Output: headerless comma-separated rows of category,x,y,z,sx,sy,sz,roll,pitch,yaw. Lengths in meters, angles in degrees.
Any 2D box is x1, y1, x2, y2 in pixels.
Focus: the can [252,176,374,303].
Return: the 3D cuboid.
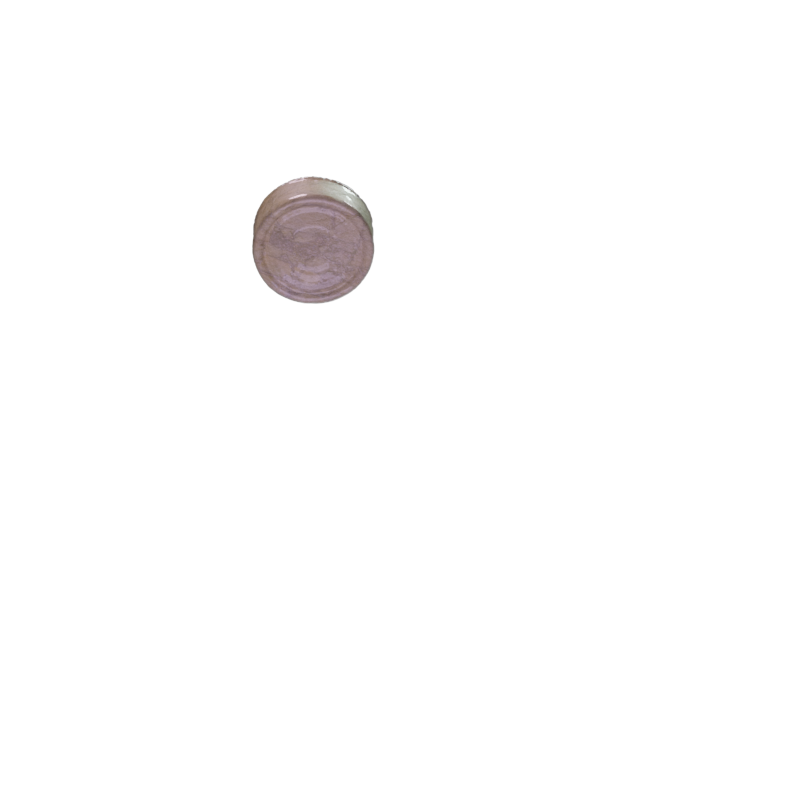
can,-0.061,-0.111,0.776,0.086,0.081,0.036,1,29,-1
